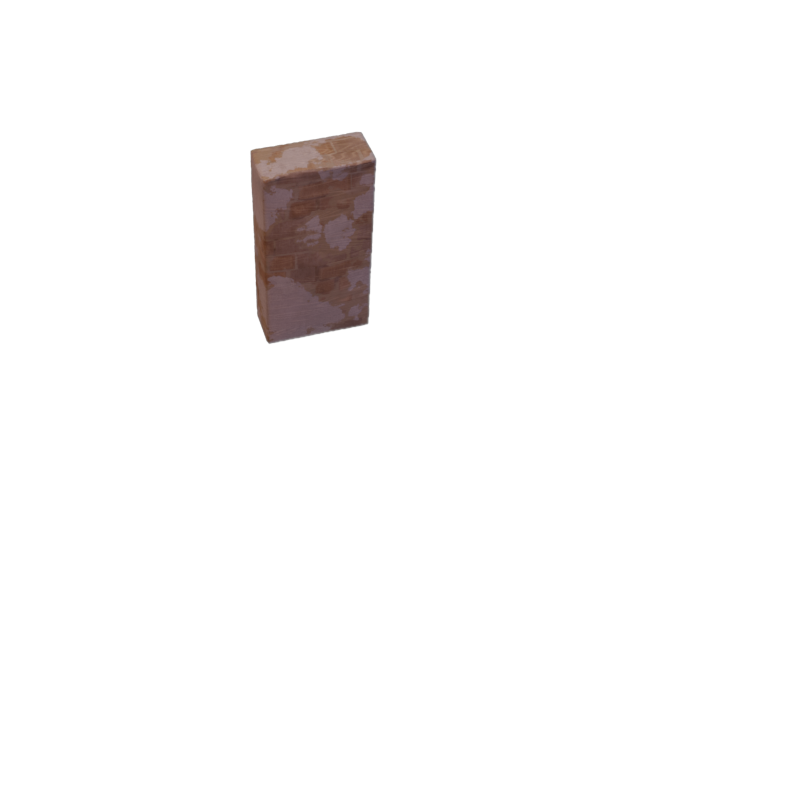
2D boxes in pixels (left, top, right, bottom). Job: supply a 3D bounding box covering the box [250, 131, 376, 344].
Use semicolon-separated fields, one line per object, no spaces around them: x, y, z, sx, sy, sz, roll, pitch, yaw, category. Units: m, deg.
-0.070;-0.128;0.898;0.092;0.052;0.164;-12;-42;-14;box
